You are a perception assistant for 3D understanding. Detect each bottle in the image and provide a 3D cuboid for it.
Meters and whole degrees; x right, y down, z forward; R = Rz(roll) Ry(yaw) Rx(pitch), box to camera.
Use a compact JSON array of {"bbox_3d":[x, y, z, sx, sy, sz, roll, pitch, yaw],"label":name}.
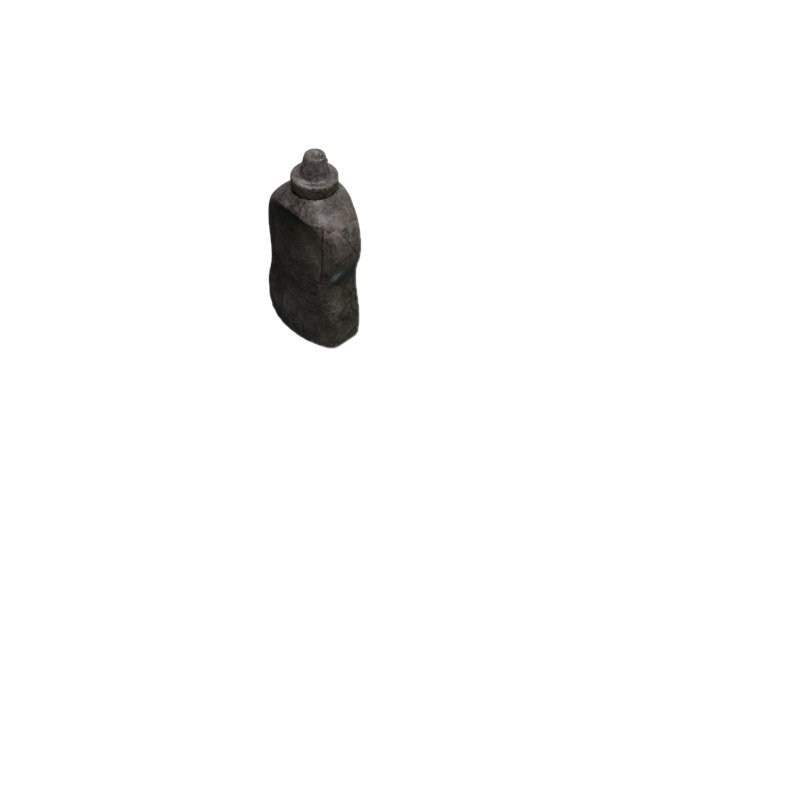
[{"bbox_3d":[-0.076,-0.140,0.976,0.058,0.179,0.103,-30,54,-29],"label":"bottle"}]
